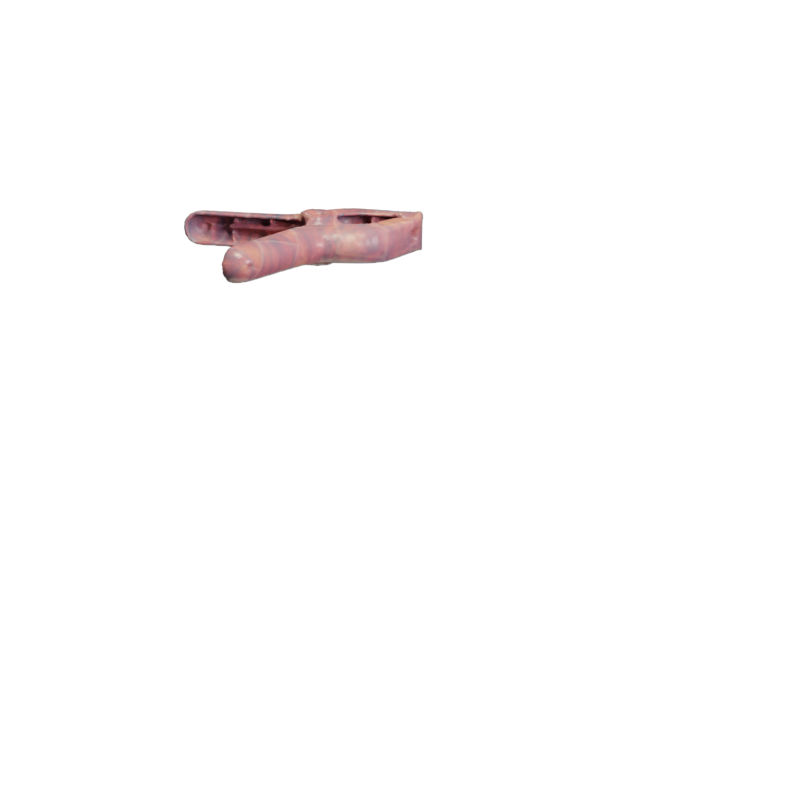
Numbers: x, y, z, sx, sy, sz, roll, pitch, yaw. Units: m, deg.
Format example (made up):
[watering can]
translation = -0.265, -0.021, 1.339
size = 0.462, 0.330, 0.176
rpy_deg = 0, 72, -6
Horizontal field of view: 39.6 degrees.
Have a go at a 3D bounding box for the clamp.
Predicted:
[clamp]
translation = -0.060, -0.110, 0.771
size = 0.169, 0.037, 0.128
rpy_deg = -6, 28, -11
